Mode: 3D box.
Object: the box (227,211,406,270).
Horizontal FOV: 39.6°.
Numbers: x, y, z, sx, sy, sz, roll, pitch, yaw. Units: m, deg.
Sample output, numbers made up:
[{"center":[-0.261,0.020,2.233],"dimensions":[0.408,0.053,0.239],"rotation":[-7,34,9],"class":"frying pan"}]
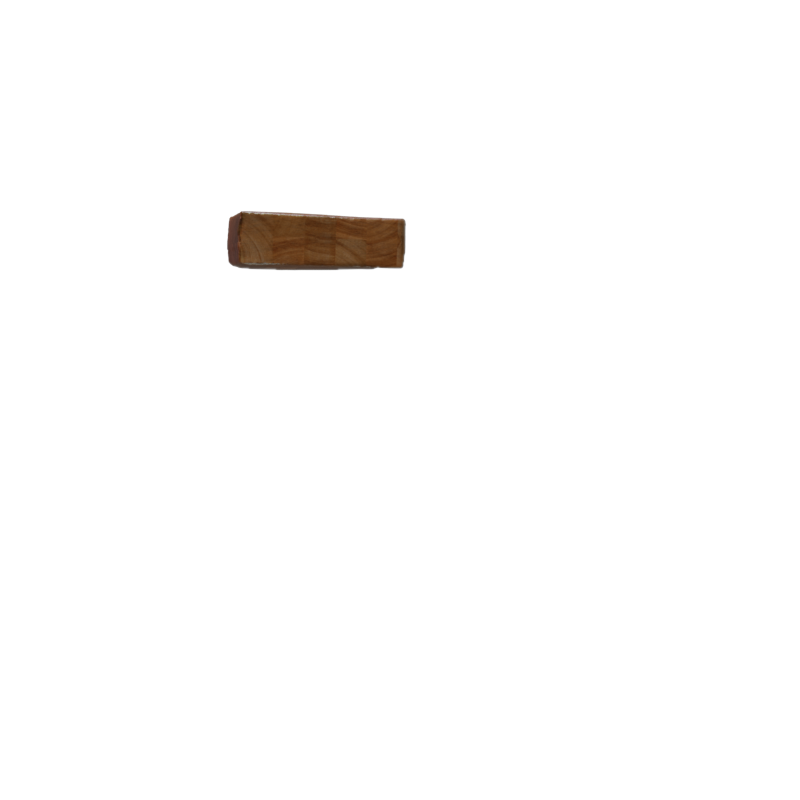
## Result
[{"center":[-0.060,-0.109,0.767],"dimensions":[0.112,0.039,0.091],"rotation":[-1,5,-11],"class":"box"}]
